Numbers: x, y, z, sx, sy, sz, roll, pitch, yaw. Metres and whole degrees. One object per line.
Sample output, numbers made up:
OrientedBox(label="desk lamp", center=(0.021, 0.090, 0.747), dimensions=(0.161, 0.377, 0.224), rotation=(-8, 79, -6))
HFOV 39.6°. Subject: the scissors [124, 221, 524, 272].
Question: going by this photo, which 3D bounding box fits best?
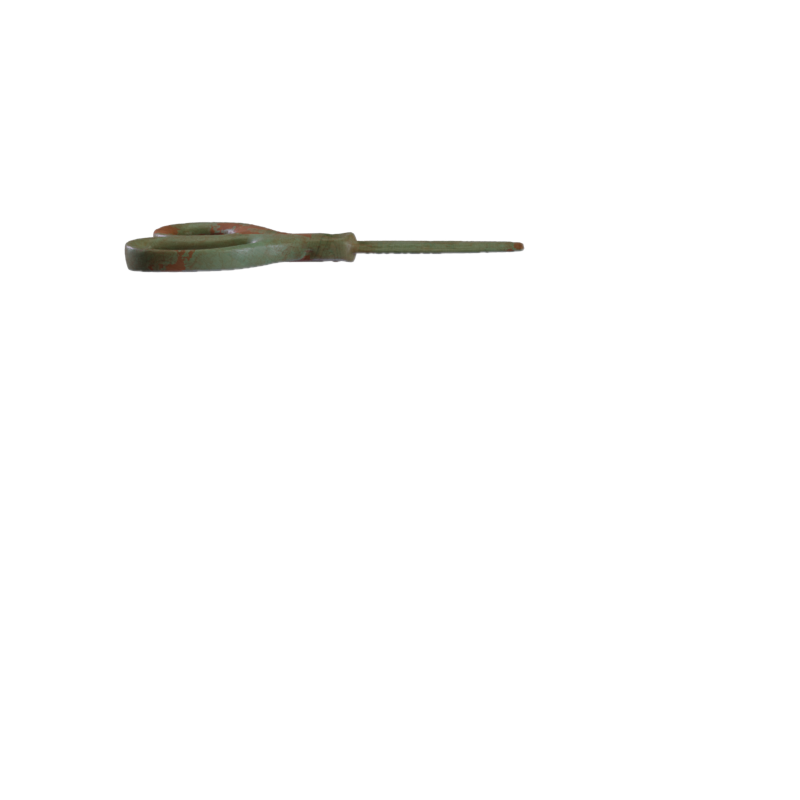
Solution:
OrientedBox(label="scissors", center=(-0.046, -0.084, 0.591), dimensions=(0.198, 0.015, 0.101), rotation=(-5, 18, -16))
